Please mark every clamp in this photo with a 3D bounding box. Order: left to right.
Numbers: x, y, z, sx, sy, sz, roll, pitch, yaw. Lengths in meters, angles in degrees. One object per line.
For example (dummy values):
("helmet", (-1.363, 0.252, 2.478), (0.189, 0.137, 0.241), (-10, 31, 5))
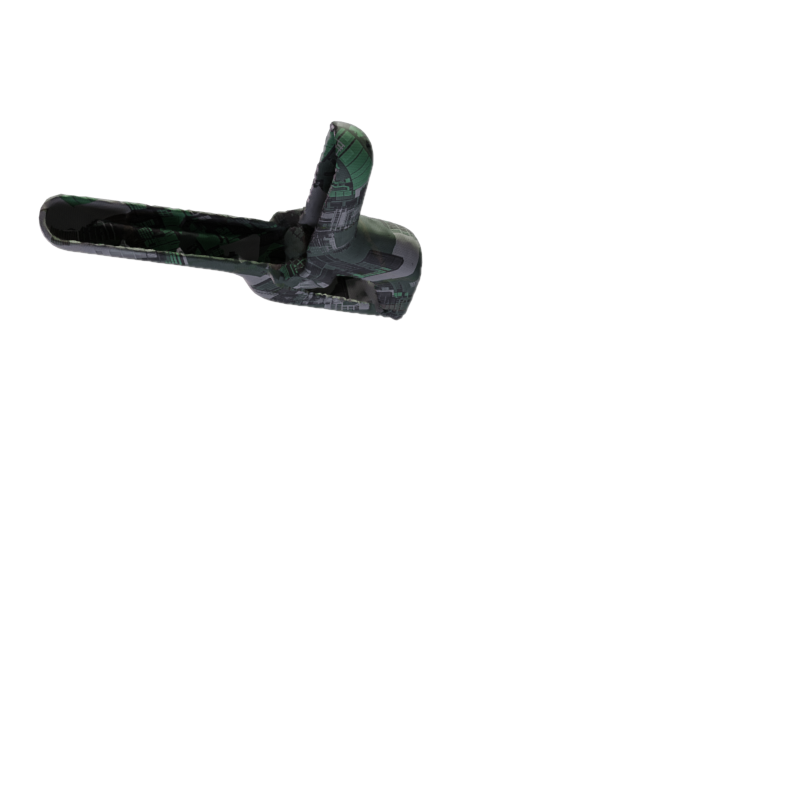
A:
("clamp", (-0.042, -0.076, 0.534), (0.168, 0.038, 0.198), (-8, -14, 34))
